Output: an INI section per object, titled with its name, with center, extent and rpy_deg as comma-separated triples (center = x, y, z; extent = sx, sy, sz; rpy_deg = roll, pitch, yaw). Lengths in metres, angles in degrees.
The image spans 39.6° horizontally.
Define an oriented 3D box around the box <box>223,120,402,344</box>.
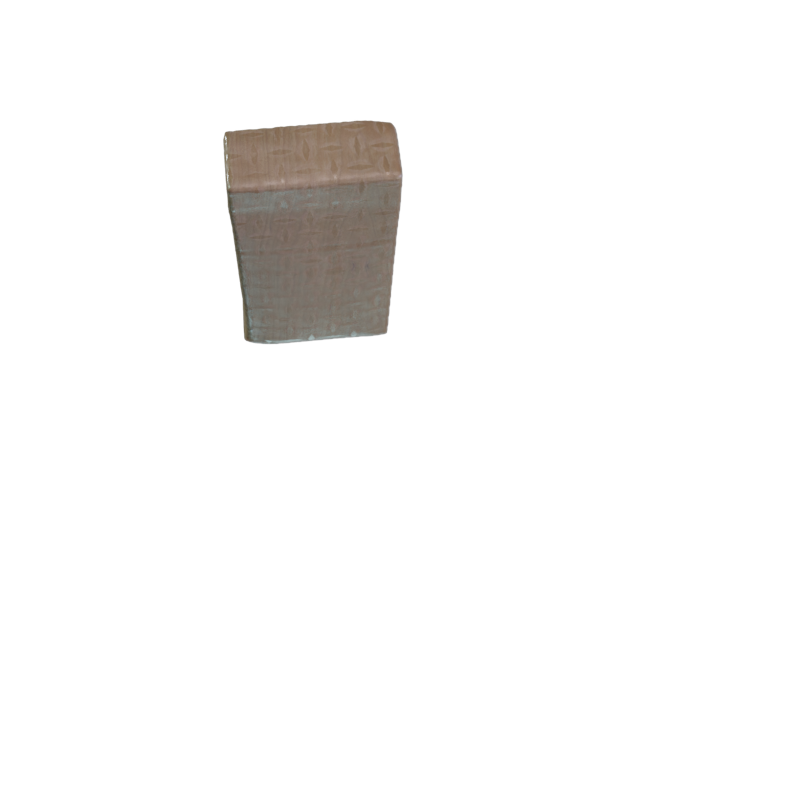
[box]
center = -0.050, -0.092, 0.646
extent = 0.093, 0.051, 0.166
rpy_deg = -4, -28, -5
